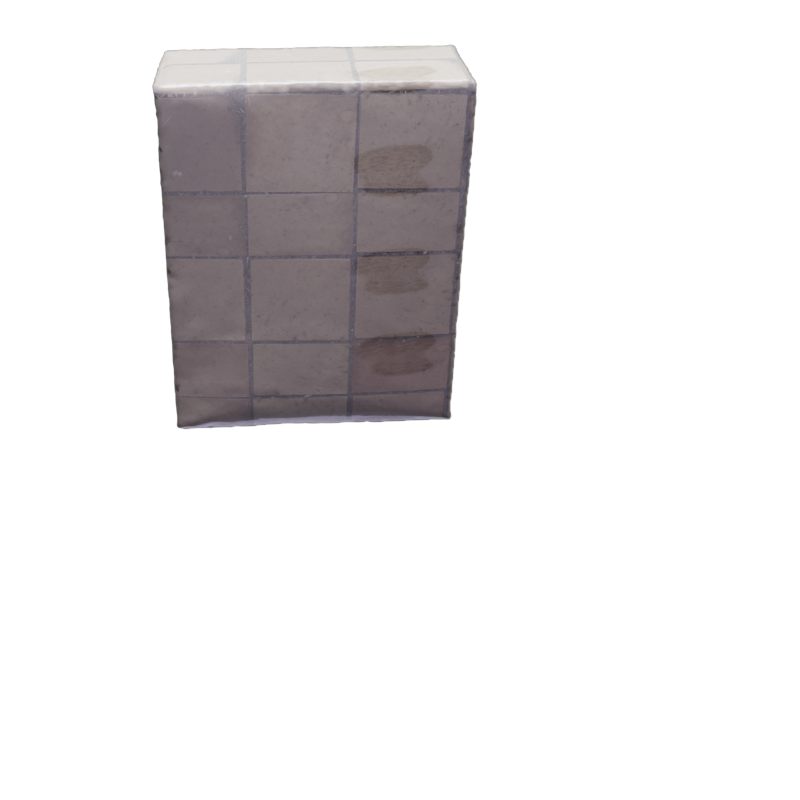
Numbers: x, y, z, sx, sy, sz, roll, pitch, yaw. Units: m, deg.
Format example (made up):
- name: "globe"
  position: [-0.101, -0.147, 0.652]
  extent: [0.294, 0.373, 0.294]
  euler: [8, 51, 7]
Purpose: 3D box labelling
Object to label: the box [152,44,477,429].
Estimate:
- name: "box"
  position: [-0.049, -0.090, 0.627]
  extent: [0.163, 0.201, 0.077]
  euler: [-1, 30, -4]
